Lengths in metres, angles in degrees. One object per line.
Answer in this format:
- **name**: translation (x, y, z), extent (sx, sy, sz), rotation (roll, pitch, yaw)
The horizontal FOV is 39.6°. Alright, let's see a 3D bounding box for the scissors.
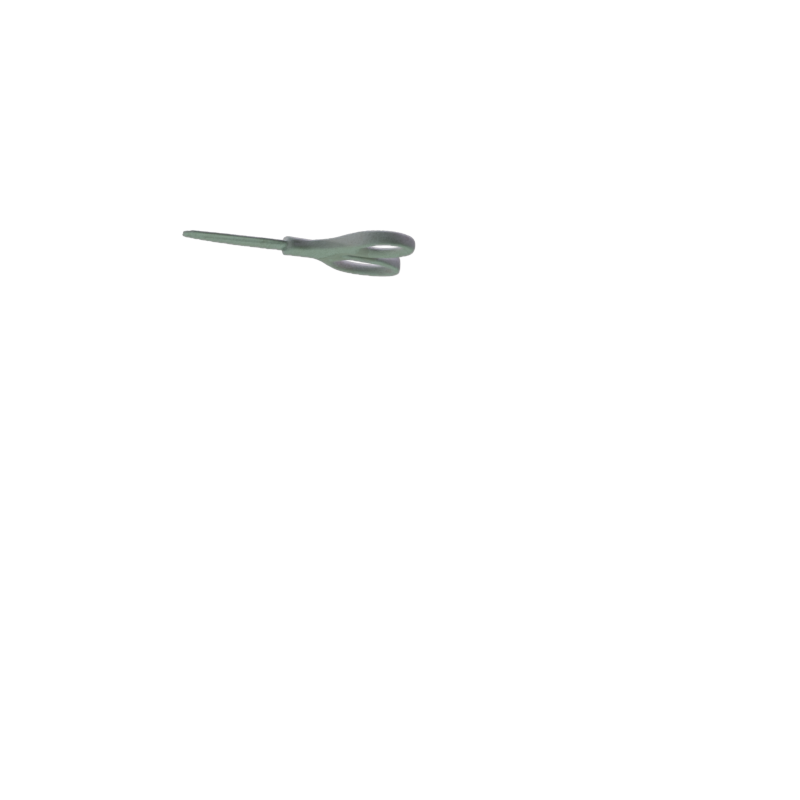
- **scissors**: translation (-0.074, -0.134, 0.941), extent (0.192, 0.016, 0.097), rotation (9, -16, -34)
